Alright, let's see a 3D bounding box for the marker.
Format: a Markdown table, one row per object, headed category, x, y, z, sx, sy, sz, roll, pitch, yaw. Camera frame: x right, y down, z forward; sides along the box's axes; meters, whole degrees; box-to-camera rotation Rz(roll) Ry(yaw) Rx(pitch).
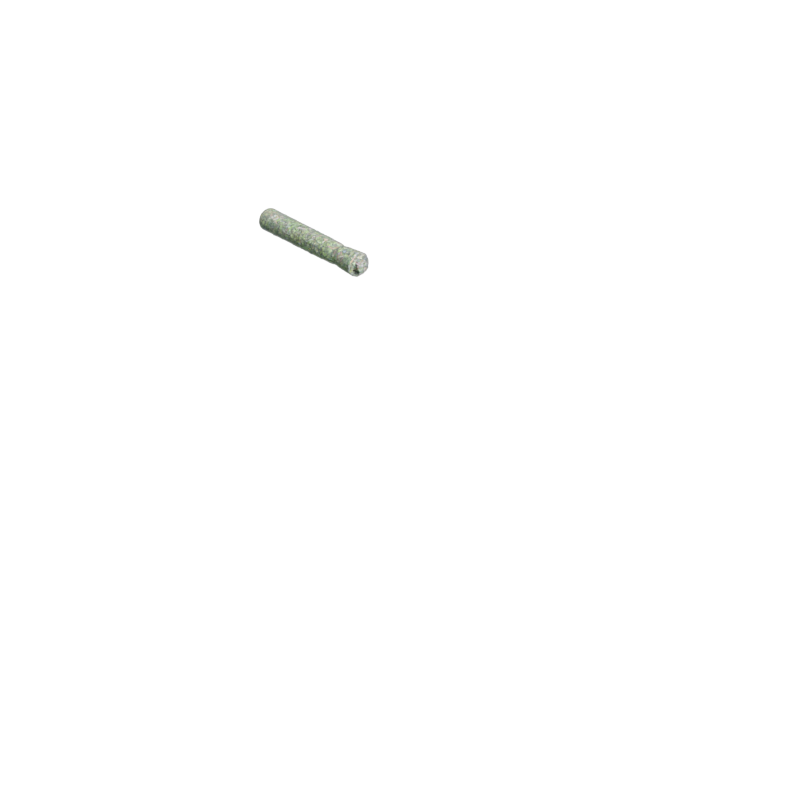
| category | x | y | z | sx | sy | sz | roll | pitch | yaw |
| --- | --- | --- | --- | --- | --- | --- | --- | --- | --- |
| marker | -0.066 | -0.121 | 0.847 | 0.019 | 0.019 | 0.129 | -3 | 25 | -41 |
